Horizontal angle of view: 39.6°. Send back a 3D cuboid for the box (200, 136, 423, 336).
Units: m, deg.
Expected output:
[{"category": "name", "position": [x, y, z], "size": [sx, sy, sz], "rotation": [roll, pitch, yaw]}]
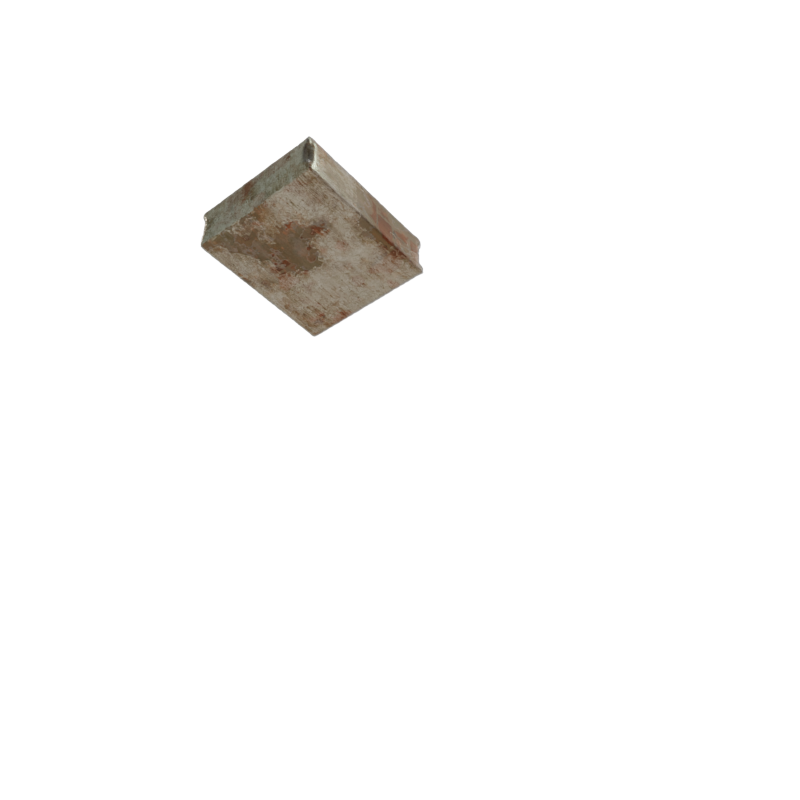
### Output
[{"category": "box", "position": [-0.044, -0.080, 0.559], "size": [0.073, 0.032, 0.083], "rotation": [-32, -53, 27]}]
